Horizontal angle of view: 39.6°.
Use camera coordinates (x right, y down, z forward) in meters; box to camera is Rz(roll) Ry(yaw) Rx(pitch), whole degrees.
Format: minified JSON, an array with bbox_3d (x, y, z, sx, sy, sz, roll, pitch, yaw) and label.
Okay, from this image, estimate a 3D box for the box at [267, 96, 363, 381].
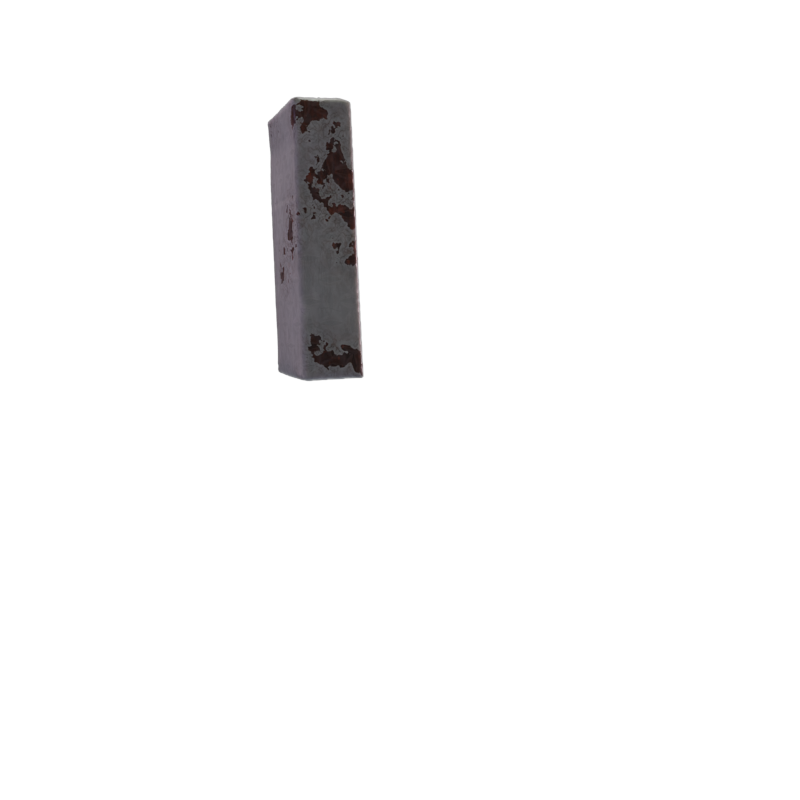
[{"bbox_3d":[-0.057,-0.104,0.727,0.047,0.177,0.095,1,-2,-16],"label":"box"}]
